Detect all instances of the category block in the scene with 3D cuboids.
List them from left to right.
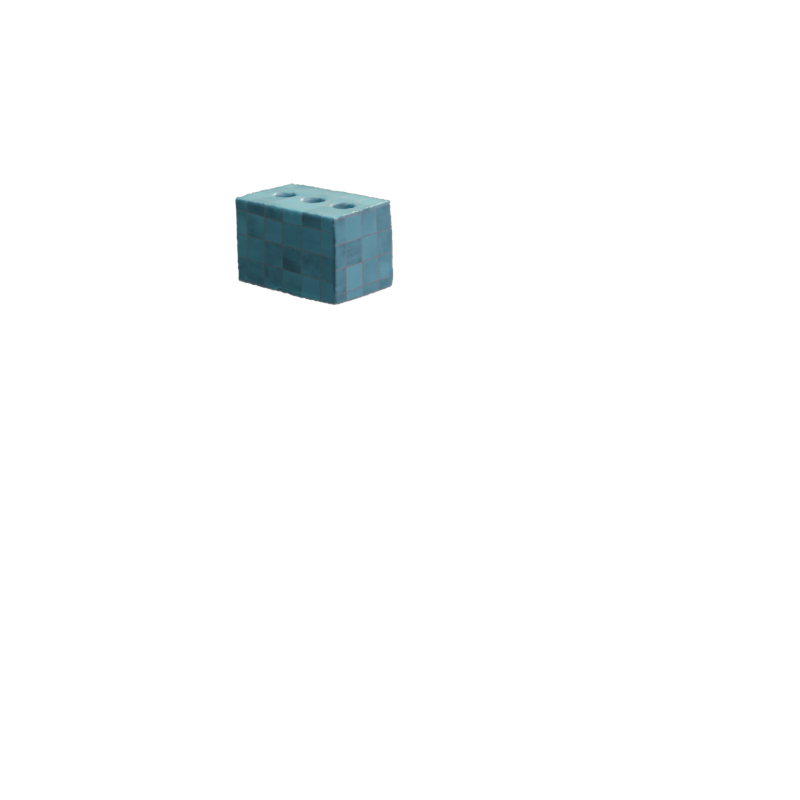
[{"bbox_3d":[-0.050,-0.091,0.639,0.082,0.049,0.052,16,24,36],"label":"block"}]
